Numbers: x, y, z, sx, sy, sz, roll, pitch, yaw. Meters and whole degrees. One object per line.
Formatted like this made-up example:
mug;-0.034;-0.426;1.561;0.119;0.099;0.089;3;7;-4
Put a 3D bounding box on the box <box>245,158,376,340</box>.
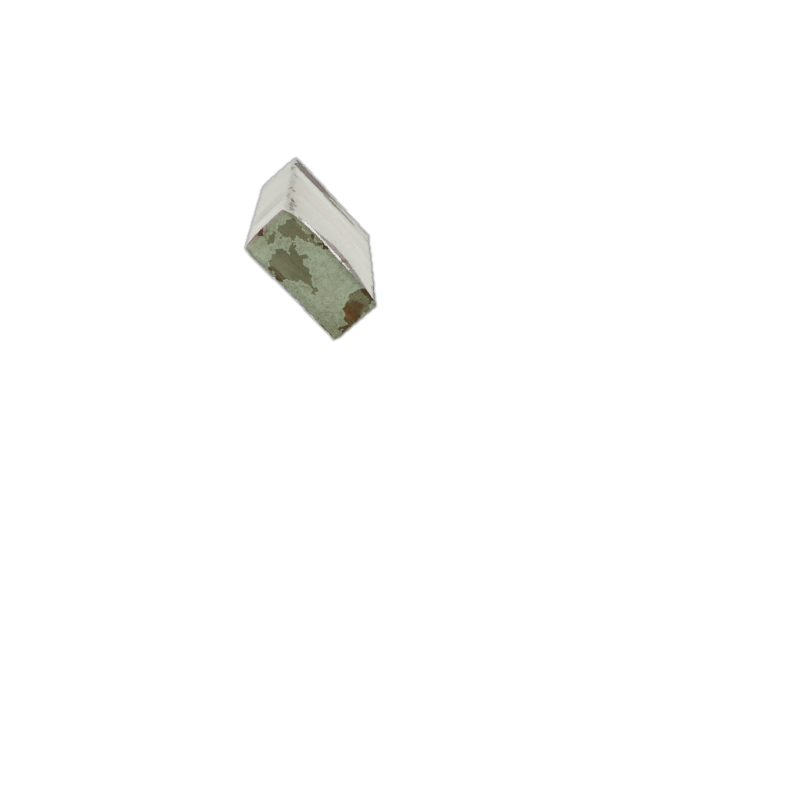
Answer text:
box;-0.065;-0.117;0.824;0.048;0.090;0.184;-41;17;11
